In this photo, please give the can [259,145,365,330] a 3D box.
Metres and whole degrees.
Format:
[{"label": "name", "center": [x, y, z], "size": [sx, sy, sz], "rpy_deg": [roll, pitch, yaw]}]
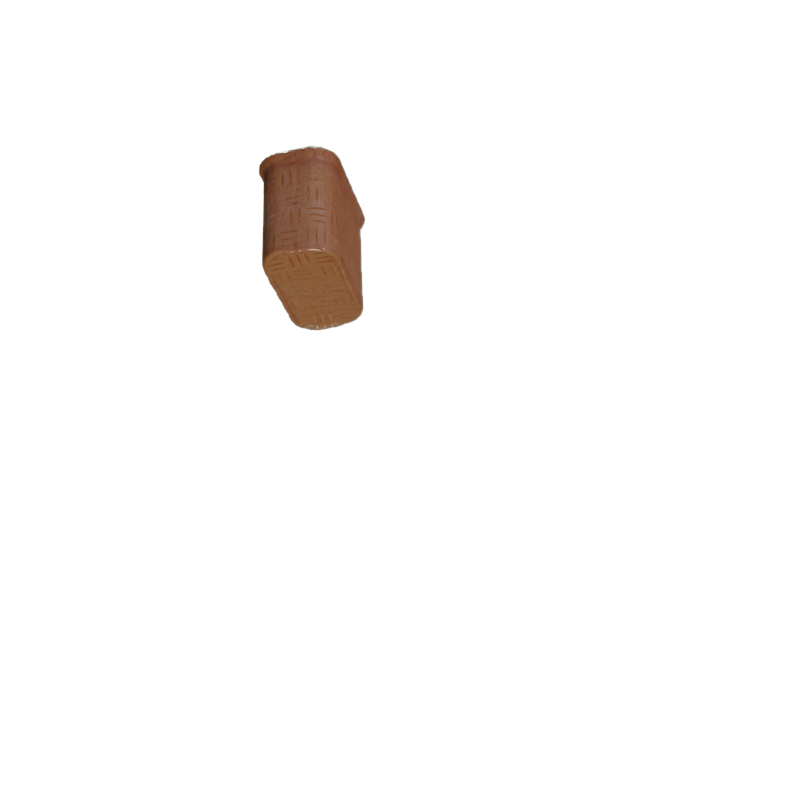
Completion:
[{"label": "can", "center": [-0.060, -0.109, 0.760], "size": [0.058, 0.090, 0.094], "rpy_deg": [-10, -33, 11]}]
